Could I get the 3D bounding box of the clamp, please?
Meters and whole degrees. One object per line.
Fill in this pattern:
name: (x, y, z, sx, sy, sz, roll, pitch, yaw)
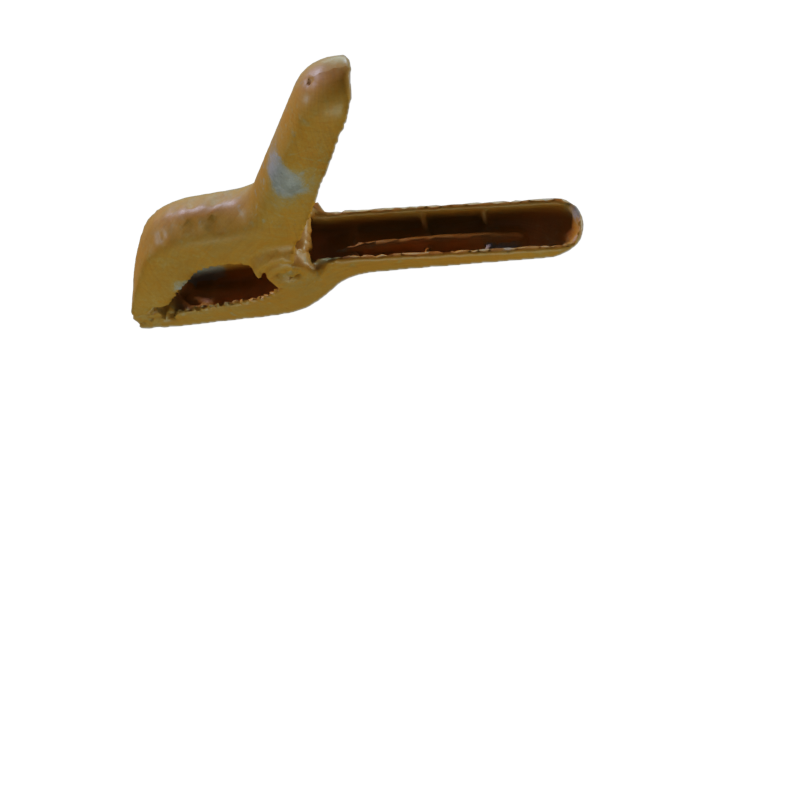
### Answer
clamp: (-0.038, -0.070, 0.487, 0.155, 0.038, 0.211, 18, -27, -40)
